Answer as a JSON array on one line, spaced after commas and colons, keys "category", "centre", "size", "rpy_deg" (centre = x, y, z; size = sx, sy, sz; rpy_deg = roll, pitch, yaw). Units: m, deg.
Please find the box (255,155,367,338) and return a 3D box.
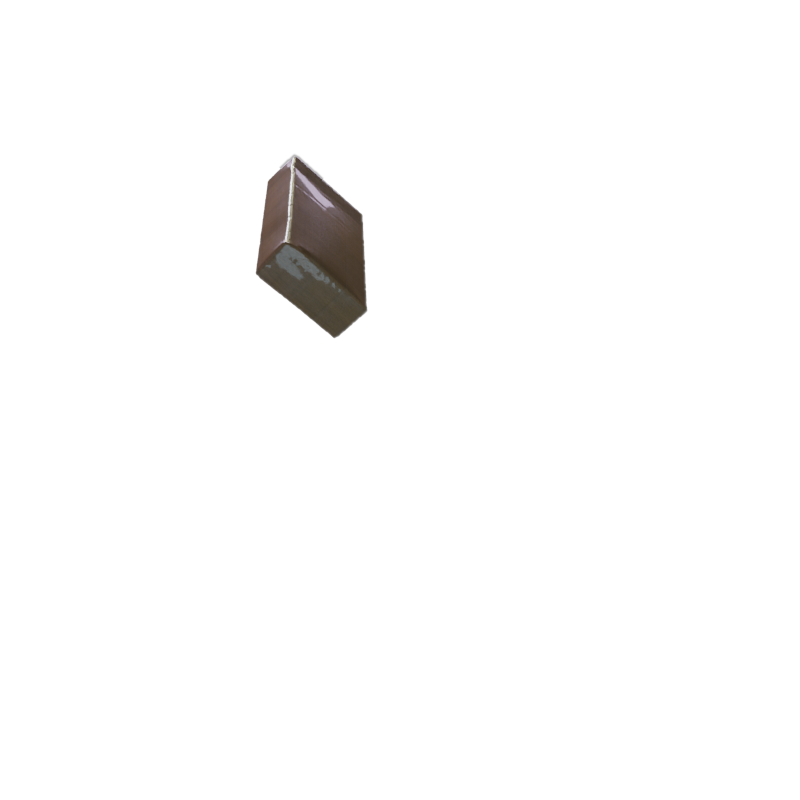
[{"category": "box", "centre": [-0.076, -0.138, 0.971], "size": [0.089, 0.047, 0.187], "rpy_deg": [39, 22, -23]}]
